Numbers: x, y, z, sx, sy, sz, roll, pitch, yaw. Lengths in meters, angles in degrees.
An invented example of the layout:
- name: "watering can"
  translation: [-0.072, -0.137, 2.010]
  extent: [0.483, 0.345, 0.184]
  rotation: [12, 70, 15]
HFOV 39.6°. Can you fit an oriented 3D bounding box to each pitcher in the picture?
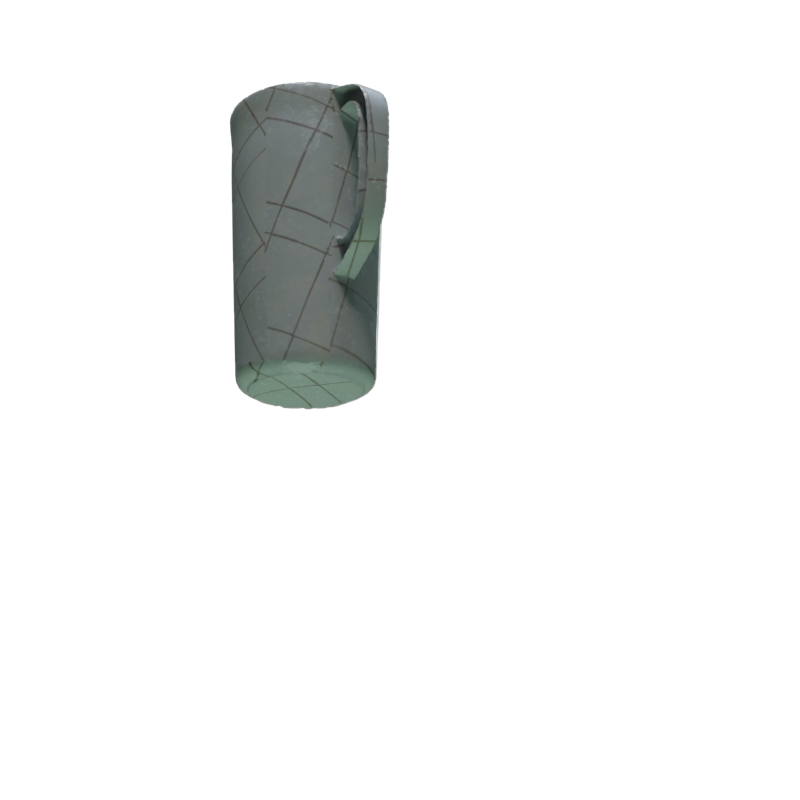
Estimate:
- name: "pitcher"
  translation: [-0.069, -0.126, 0.881]
  extent: [0.146, 0.256, 0.140]
  rotation: [-5, -23, 9]
